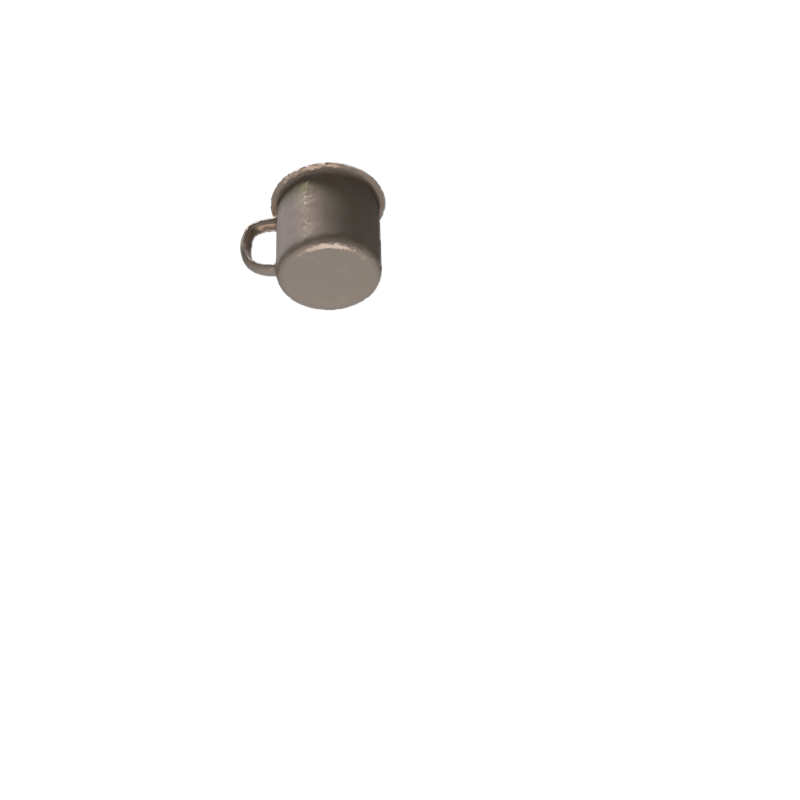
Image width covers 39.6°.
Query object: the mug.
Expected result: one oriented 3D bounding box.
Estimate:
[{"bbox_3d":[-0.068,-0.124,0.870,0.118,0.087,0.086,-5,-39,4],"label":"mug"}]
